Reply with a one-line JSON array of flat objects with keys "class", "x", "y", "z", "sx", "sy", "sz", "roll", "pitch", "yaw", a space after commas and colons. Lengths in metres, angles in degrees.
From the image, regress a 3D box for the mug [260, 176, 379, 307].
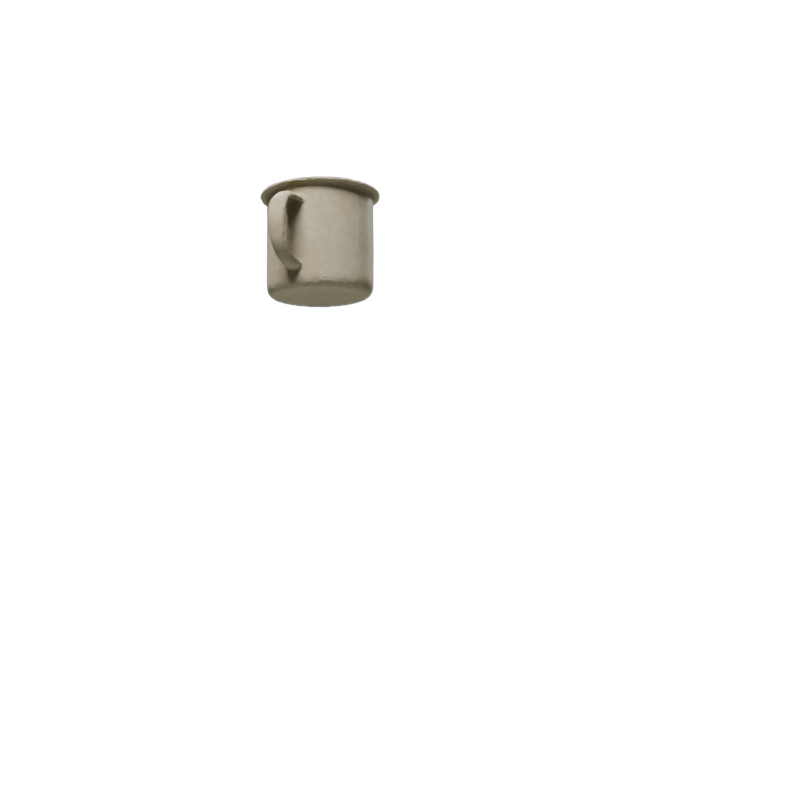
[{"class": "mug", "x": -0.066, "y": -0.120, "z": 0.843, "sx": 0.095, "sy": 0.084, "sz": 0.111, "roll": -6, "pitch": -12, "yaw": 23}]
